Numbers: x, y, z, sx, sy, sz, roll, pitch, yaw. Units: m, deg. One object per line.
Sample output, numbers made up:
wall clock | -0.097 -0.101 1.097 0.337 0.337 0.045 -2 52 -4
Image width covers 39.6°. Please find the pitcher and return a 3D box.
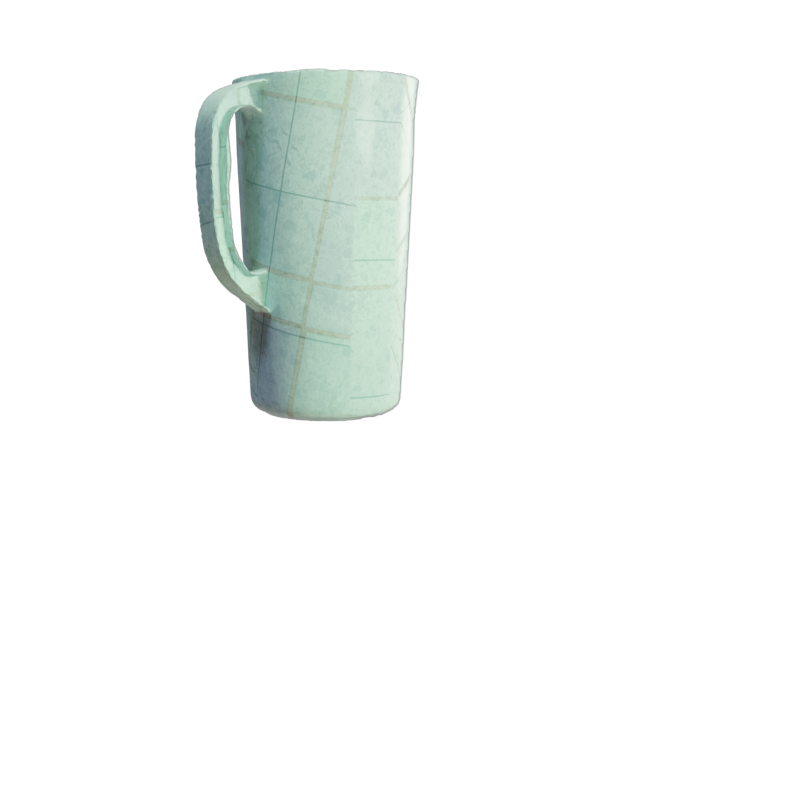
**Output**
pitcher | -0.062 -0.112 0.787 0.150 0.242 0.145 0 3 2
